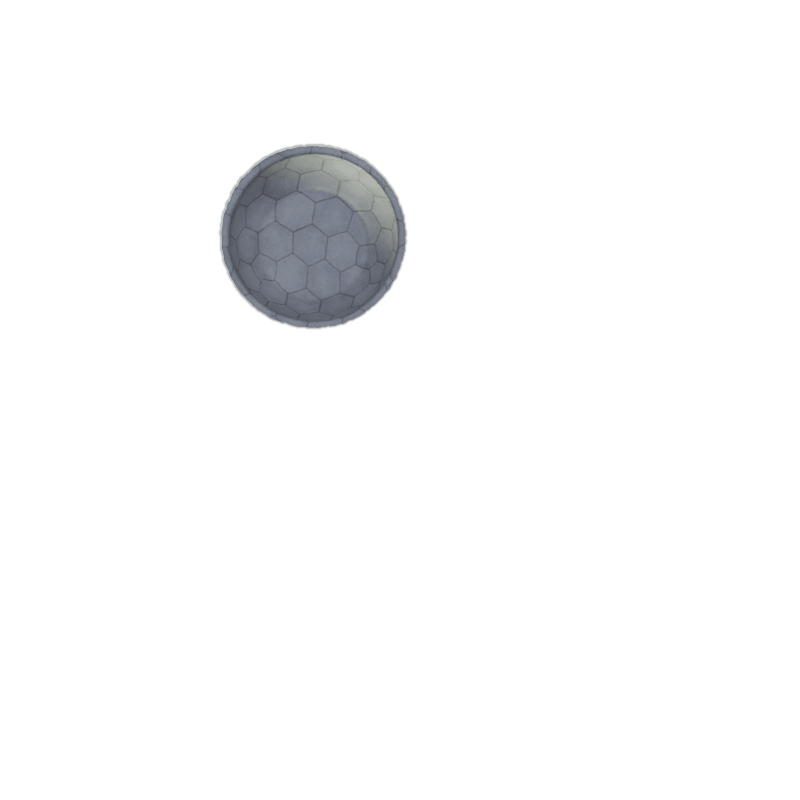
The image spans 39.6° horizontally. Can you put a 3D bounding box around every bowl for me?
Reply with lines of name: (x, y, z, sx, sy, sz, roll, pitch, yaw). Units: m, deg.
bowl: (-0.074, -0.134, 0.941, 0.162, 0.159, 0.056, 0, 9, -1)
